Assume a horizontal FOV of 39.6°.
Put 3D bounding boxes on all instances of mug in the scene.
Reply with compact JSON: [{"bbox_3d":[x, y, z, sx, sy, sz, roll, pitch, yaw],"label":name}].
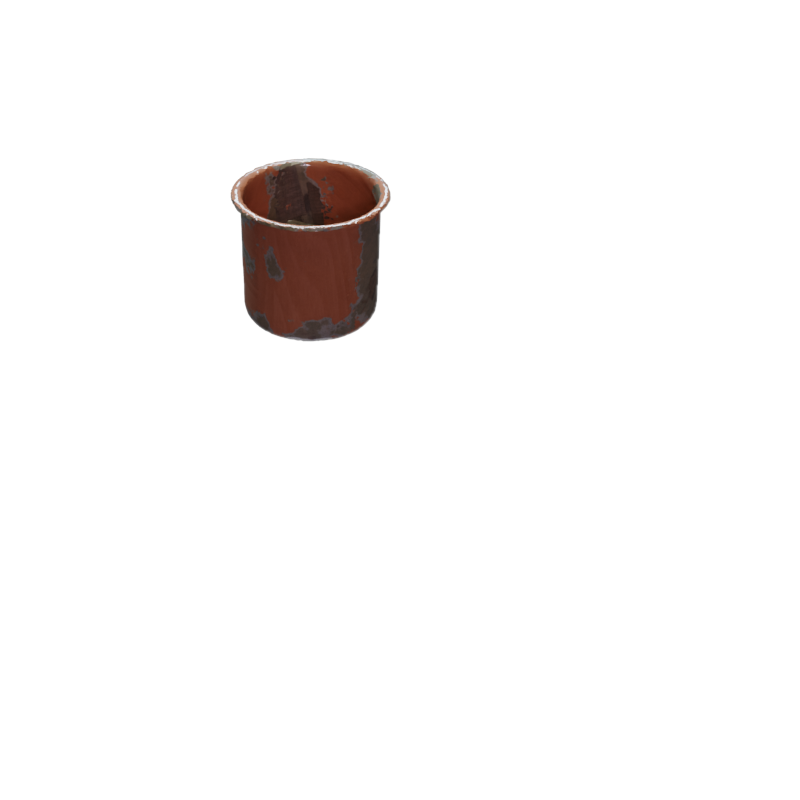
[{"bbox_3d":[-0.053,-0.096,0.675,0.094,0.076,0.124,3,34,3],"label":"mug"}]
